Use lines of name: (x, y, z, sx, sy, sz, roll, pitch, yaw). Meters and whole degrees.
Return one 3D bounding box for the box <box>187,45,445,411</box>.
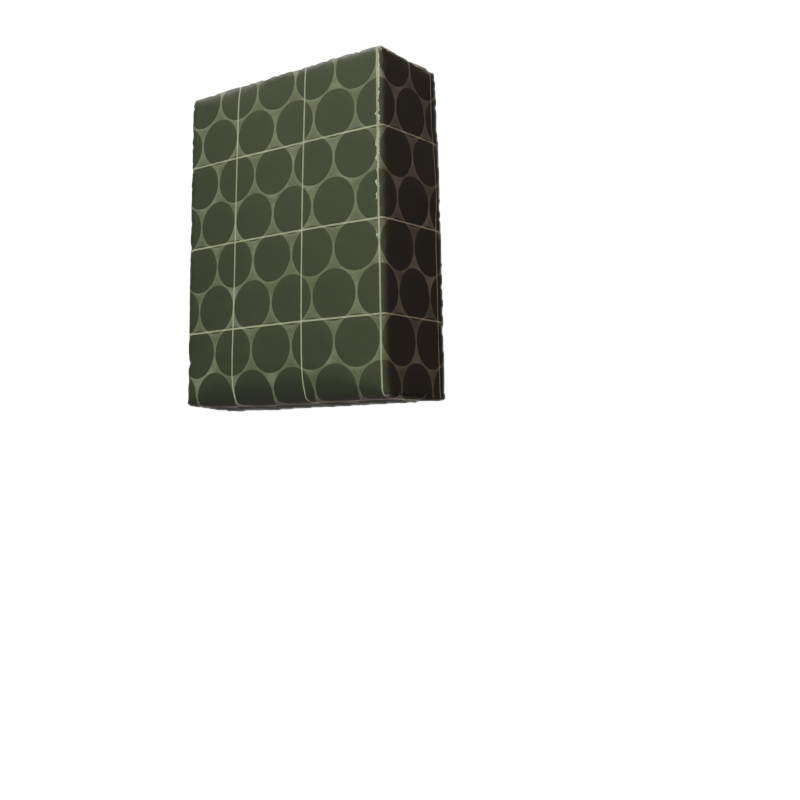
box: (-0.057, -0.103, 0.723, 0.169, 0.220, 0.068, -7, -13, 36)
